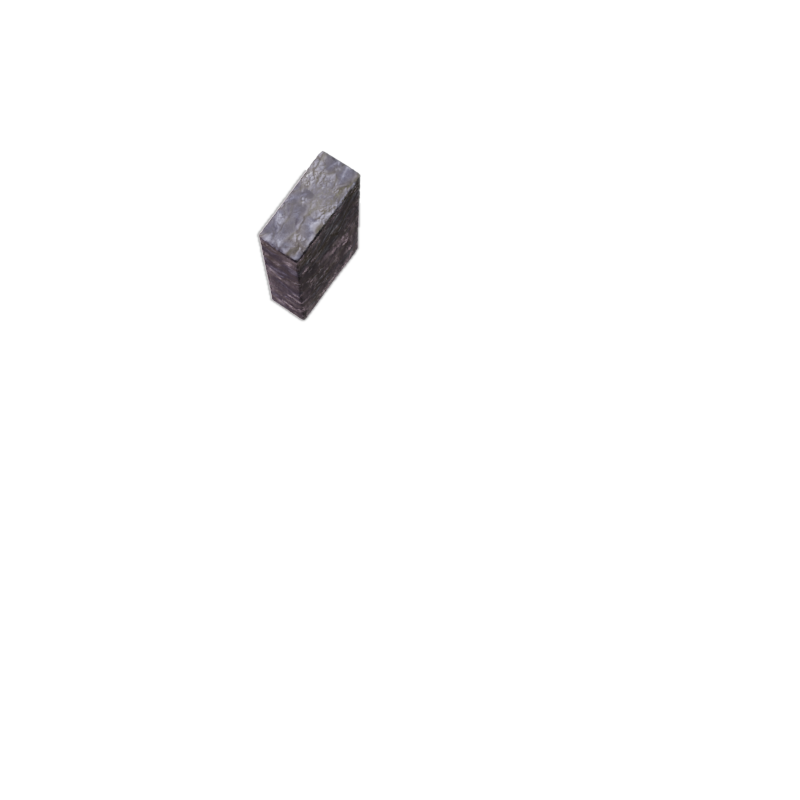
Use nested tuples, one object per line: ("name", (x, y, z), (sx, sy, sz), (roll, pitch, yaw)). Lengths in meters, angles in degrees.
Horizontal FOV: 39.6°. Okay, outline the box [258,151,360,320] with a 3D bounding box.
("box", (-0.075, -0.137, 0.963), (0.049, 0.095, 0.171), (34, -12, 3))
